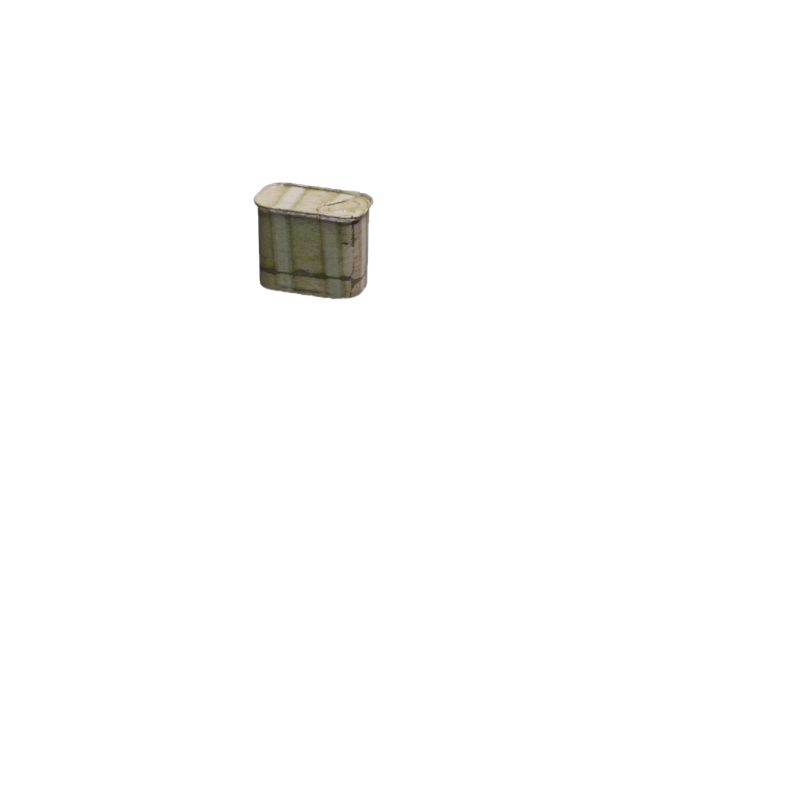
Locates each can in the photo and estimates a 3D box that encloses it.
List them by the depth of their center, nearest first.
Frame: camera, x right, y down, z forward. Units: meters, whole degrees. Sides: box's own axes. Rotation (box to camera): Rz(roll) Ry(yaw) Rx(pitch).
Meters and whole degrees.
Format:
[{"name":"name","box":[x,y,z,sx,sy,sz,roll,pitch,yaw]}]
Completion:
[{"name":"can","box":[-0.077,-0.140,0.983,0.105,0.079,0.059,10,29,15]}]
